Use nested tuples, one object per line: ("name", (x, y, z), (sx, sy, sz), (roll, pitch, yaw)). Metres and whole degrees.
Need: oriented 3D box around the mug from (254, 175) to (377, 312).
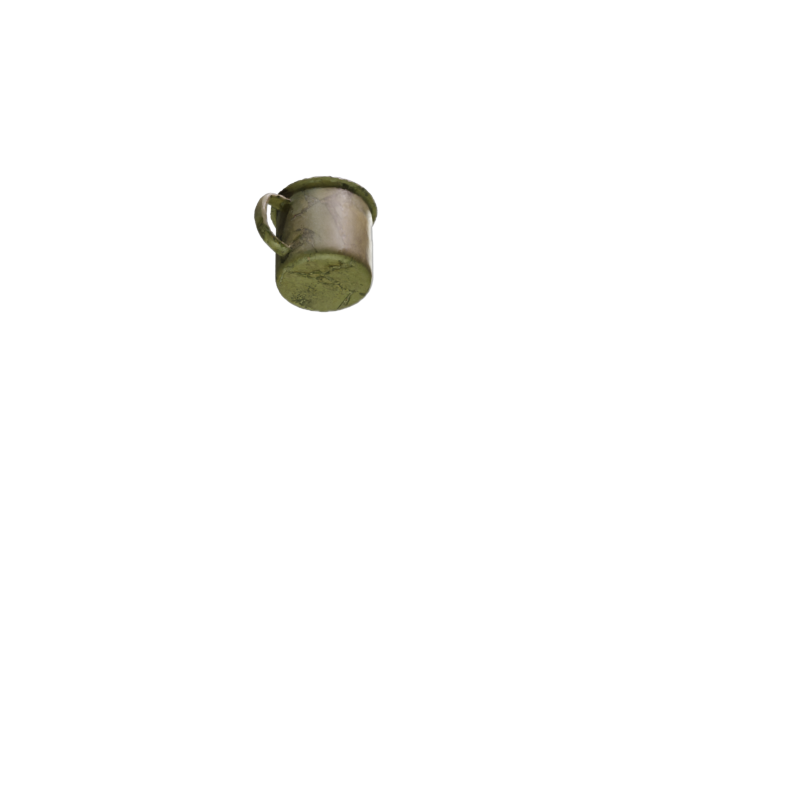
("mug", (-0.073, -0.133, 0.930), (0.110, 0.087, 0.092), (28, -45, -34))
